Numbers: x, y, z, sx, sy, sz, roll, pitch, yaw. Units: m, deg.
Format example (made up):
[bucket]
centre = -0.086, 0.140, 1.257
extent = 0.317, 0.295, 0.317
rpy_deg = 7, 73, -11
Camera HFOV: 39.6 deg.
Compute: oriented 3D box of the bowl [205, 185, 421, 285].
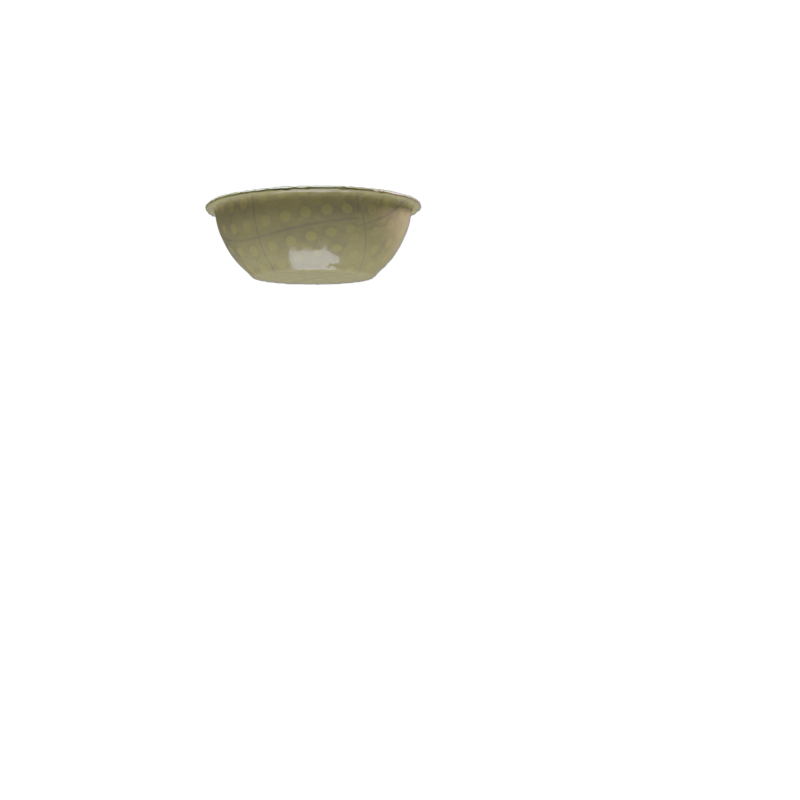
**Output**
[bowl]
centre = -0.065, -0.118, 0.825
extent = 0.162, 0.056, 0.160
rpy_deg = 0, -1, -2
